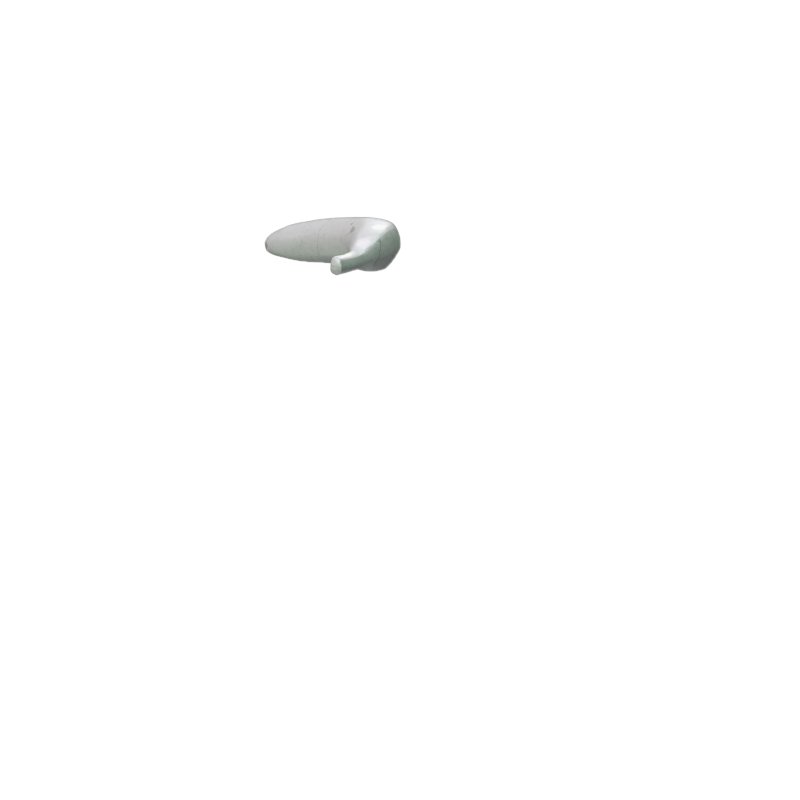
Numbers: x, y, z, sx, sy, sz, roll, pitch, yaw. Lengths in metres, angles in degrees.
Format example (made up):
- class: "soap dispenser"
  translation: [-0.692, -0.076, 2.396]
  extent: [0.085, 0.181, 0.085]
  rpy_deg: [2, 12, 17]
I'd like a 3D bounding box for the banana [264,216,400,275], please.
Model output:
- class: "banana"
  translation: [-0.045, -0.117, 0.817]
  extent: [0.068, 0.036, 0.205]
  rpy_deg: [-3, 10, -19]
